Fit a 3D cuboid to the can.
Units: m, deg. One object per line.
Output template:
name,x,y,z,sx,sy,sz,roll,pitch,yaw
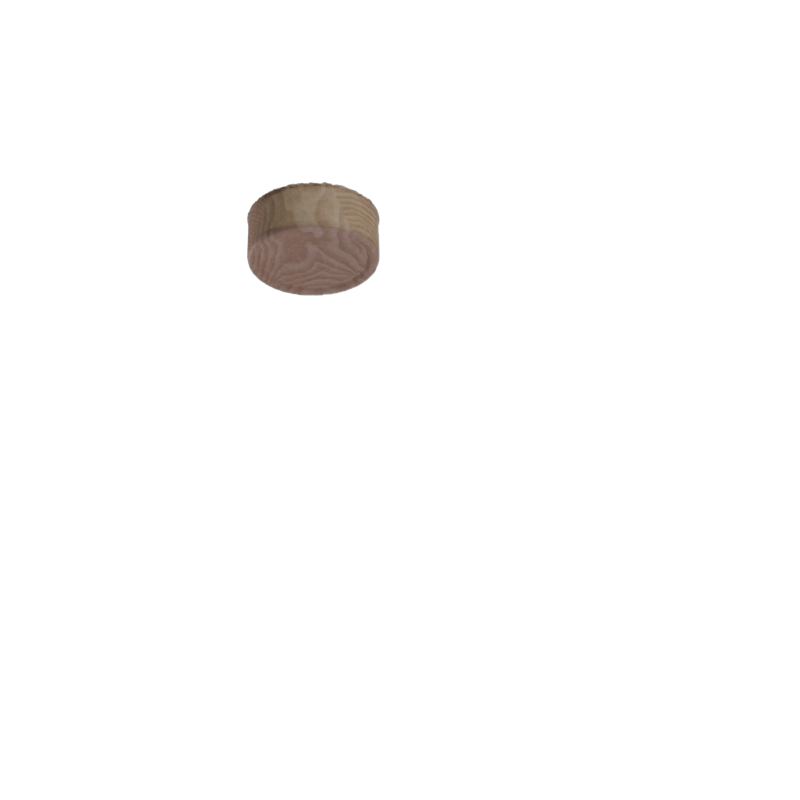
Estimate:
can,-0.056,-0.101,0.710,0.086,0.036,0.081,1,-28,-2
